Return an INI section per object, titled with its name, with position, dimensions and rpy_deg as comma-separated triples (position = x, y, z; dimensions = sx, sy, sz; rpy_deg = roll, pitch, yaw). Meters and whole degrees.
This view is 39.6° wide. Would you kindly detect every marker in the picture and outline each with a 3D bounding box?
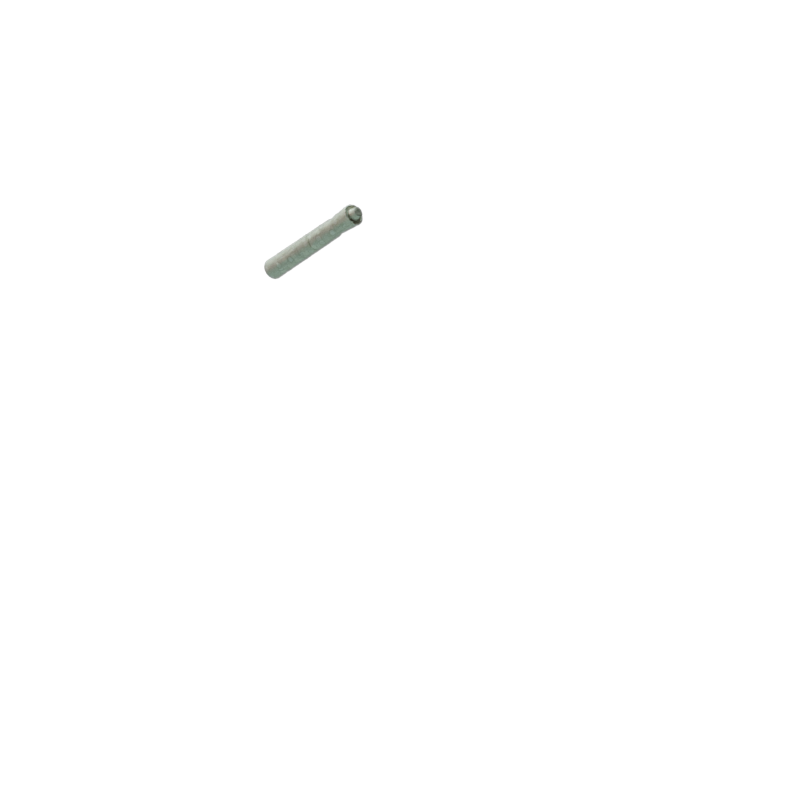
[marker]
position = -0.074, -0.134, 0.942
dimensions = 0.019, 0.020, 0.121
rpy_deg = -3, -16, -44
